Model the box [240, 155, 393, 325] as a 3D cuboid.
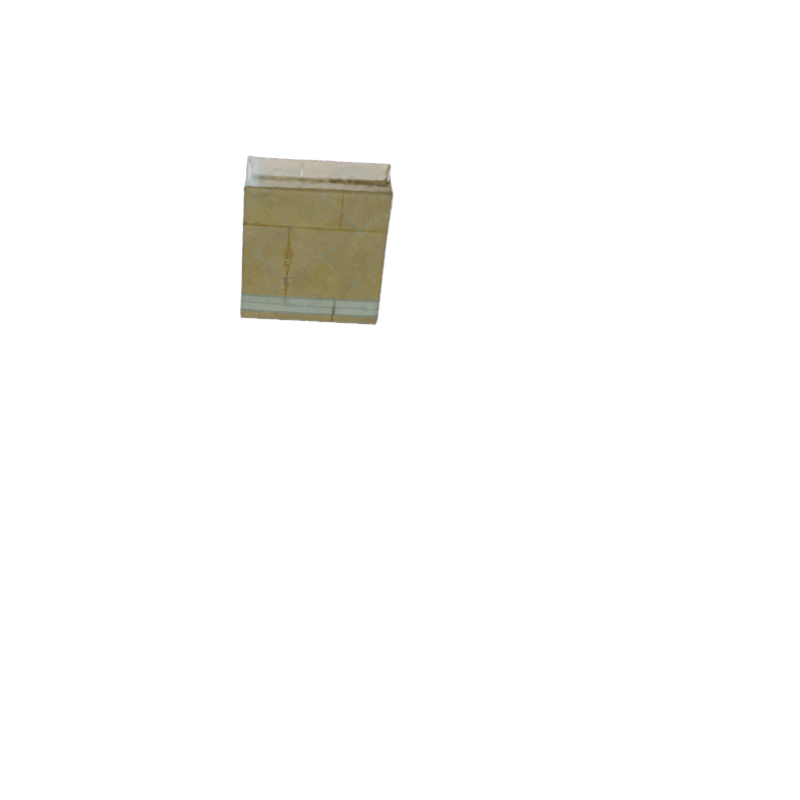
[{"bbox_3d":[-0.044,-0.081,0.568,0.073,0.084,0.032,3,41,-4],"label":"box"}]
